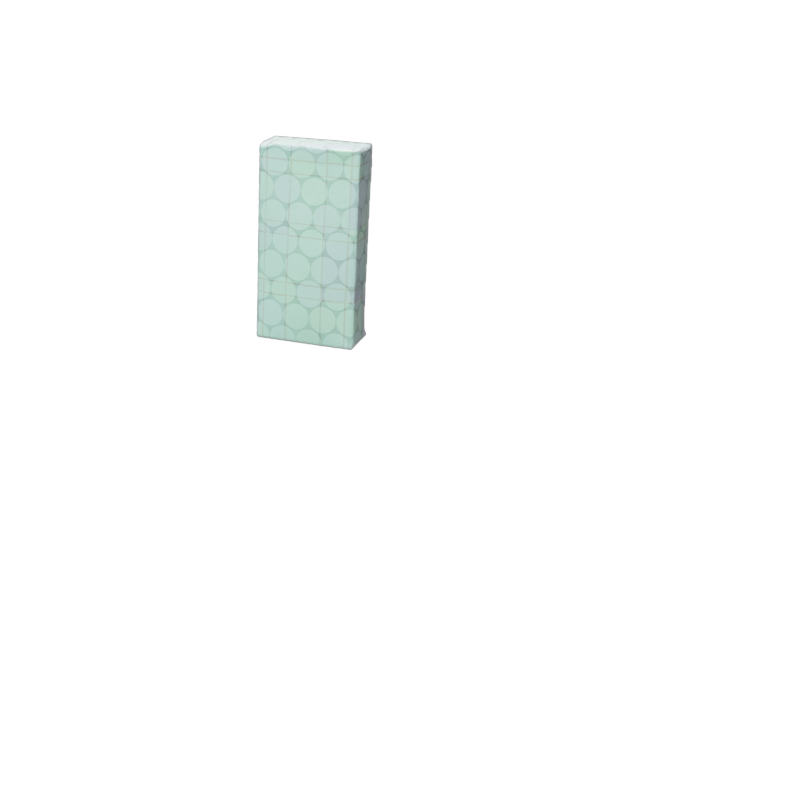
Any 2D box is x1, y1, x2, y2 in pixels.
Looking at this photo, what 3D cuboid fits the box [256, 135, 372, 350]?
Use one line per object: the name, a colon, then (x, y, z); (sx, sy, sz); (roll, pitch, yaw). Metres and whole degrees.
box: (-0.076, -0.138, 0.964); (0.096, 0.169, 0.049); (7, 18, 17)
